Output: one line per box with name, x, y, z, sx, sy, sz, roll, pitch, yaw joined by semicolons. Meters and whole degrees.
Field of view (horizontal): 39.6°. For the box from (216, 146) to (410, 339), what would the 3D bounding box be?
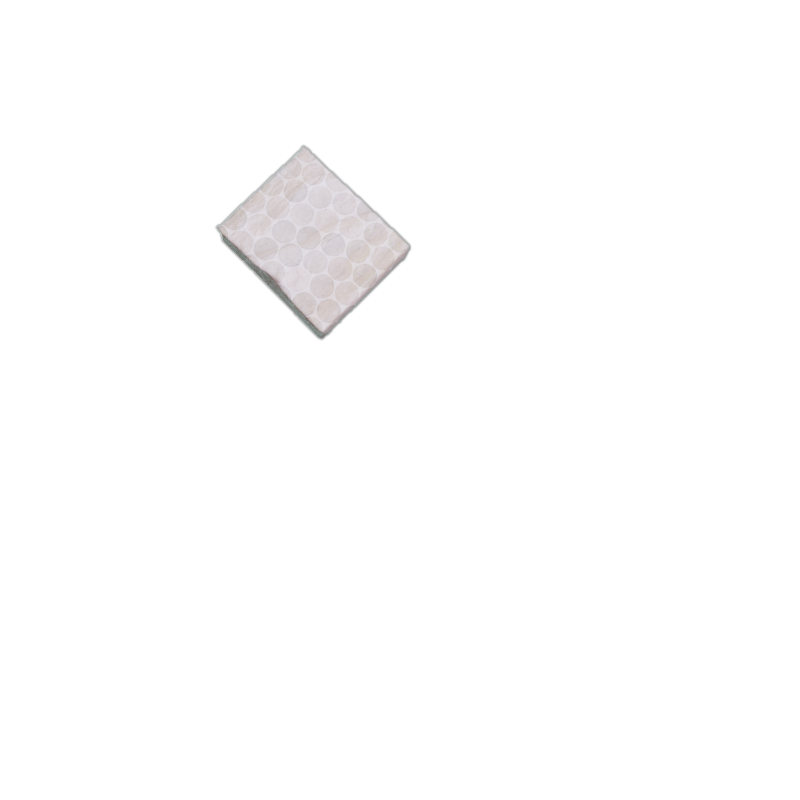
box;-0.051;-0.093;0.651;0.074;0.091;0.029;-44;-9;-9
